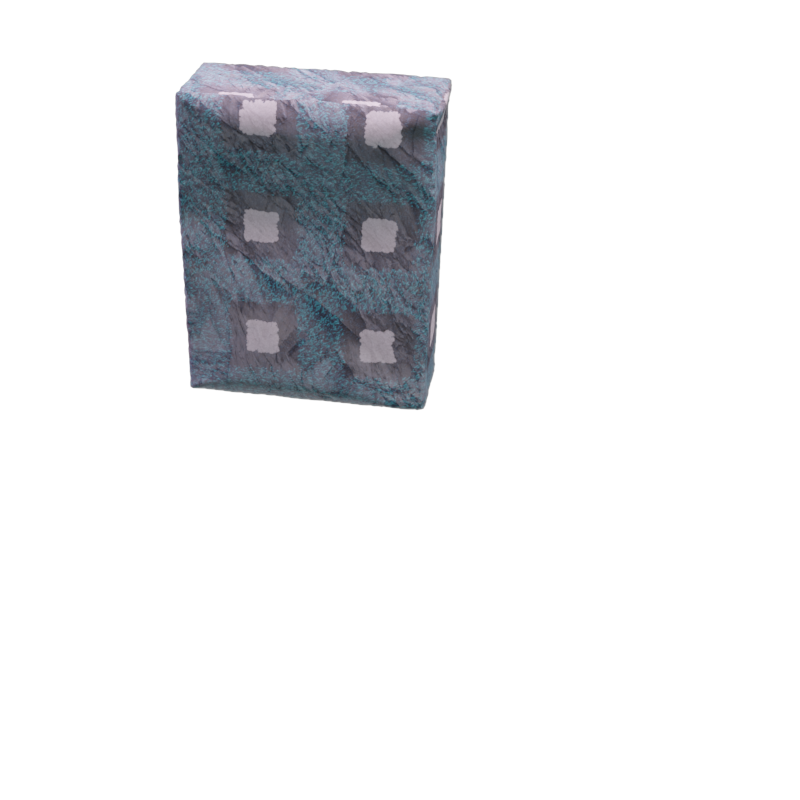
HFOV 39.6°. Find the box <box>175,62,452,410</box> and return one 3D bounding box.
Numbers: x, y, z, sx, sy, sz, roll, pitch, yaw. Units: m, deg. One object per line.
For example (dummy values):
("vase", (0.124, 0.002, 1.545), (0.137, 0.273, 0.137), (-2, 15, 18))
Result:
("box", (-0.056, -0.103, 0.721), (0.167, 0.202, 0.075), (7, 29, 9))
